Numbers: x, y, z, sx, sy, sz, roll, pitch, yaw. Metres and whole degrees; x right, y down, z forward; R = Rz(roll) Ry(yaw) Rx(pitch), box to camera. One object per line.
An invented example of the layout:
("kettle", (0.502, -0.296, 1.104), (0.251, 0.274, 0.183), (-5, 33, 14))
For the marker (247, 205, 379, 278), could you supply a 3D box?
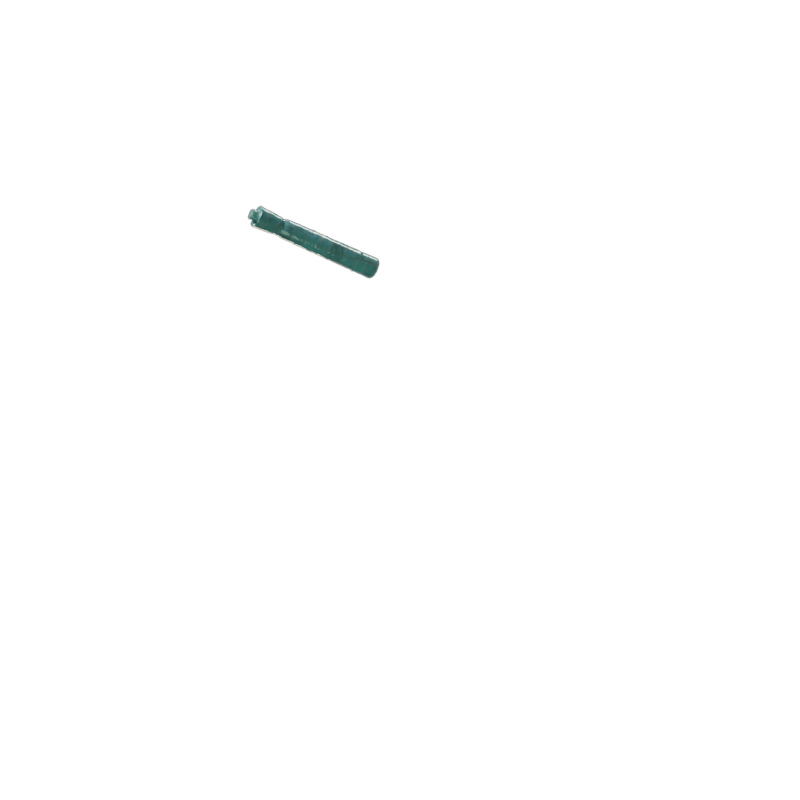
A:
("marker", (-0.072, -0.132, 0.921), (0.116, 0.020, 0.020), (22, -6, -22))
